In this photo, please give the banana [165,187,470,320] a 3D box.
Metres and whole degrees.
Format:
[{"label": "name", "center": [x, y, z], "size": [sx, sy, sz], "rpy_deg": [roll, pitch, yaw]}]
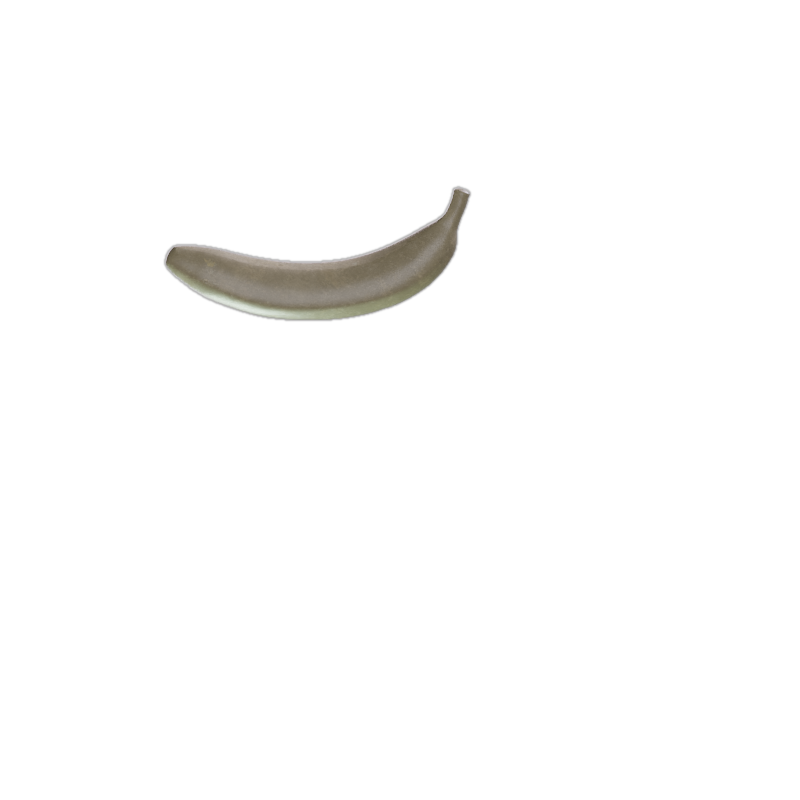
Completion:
[{"label": "banana", "center": [-0.048, -0.084, 0.711], "size": [0.198, 0.068, 0.037], "rpy_deg": [-12, 8, 1]}]
